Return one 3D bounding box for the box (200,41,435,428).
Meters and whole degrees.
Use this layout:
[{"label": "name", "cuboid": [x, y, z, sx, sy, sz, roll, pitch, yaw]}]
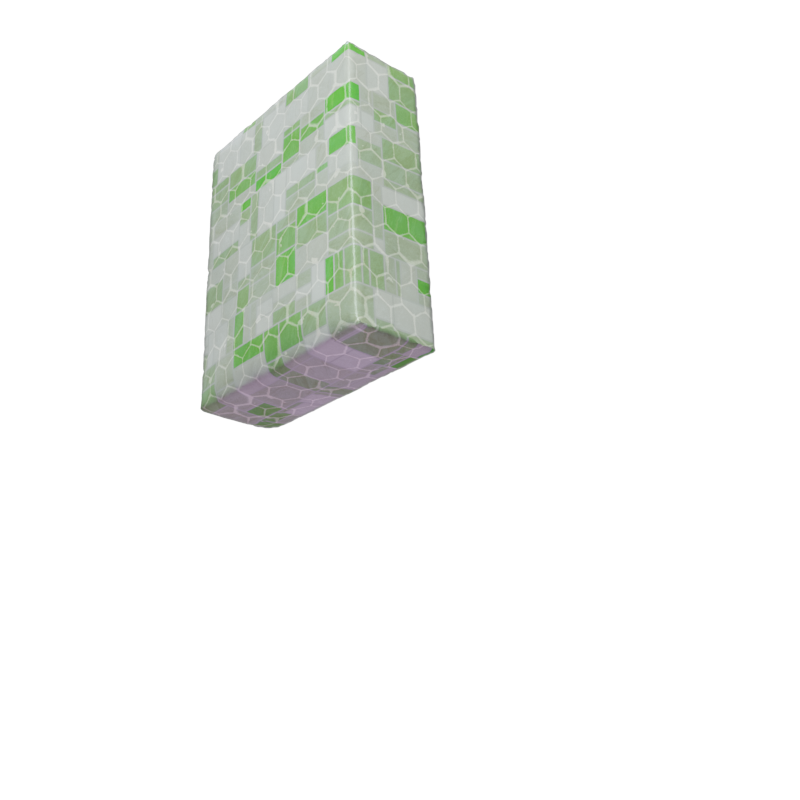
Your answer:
[{"label": "box", "cuboid": [-0.059, -0.107, 0.750, 0.068, 0.228, 0.163, 22, -36, -36]}]
